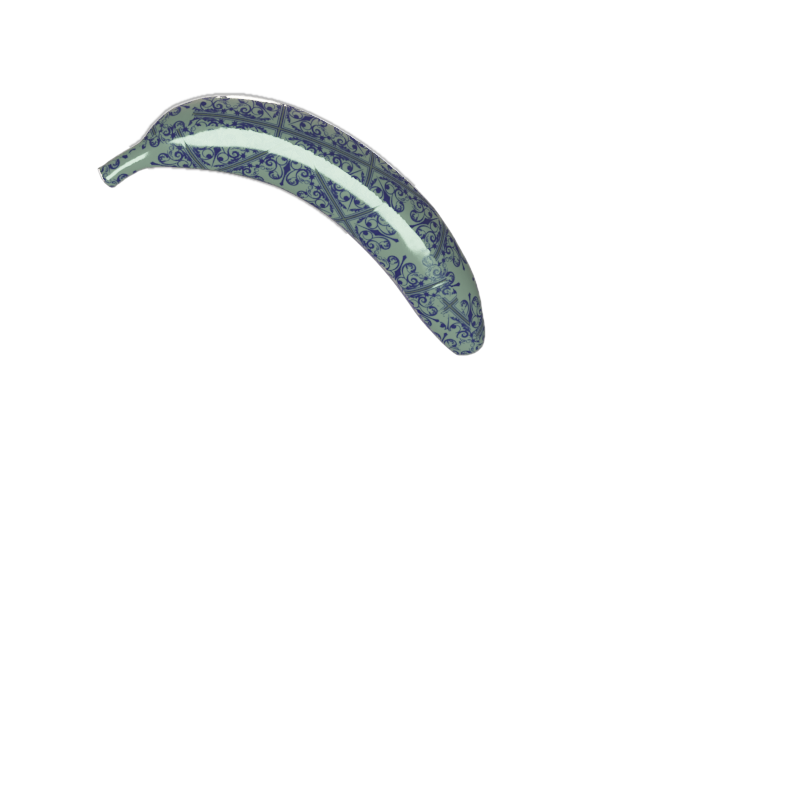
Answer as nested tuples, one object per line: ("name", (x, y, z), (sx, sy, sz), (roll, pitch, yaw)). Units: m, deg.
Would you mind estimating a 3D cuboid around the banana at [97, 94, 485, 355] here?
("banana", (-0.035, -0.090, 0.511), (0.193, 0.068, 0.038), (26, 19, -10))
